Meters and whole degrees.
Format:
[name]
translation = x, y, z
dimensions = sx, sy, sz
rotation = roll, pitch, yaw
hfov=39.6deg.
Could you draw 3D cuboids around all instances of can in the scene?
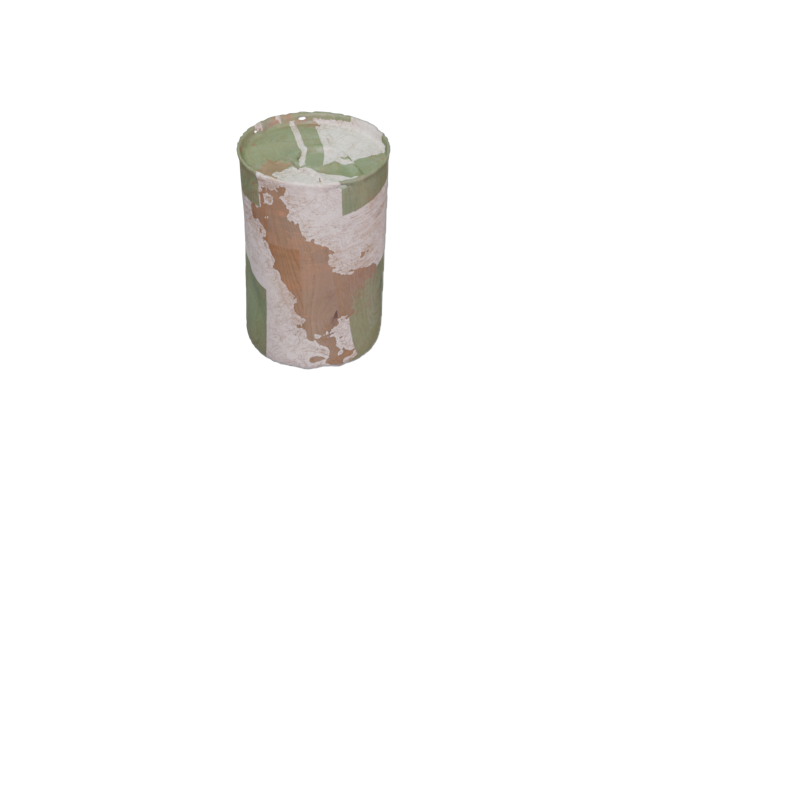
[can]
translation = -0.040, -0.074, 0.516
dimensions = 0.068, 0.096, 0.073
rotation = 0, 36, -3
